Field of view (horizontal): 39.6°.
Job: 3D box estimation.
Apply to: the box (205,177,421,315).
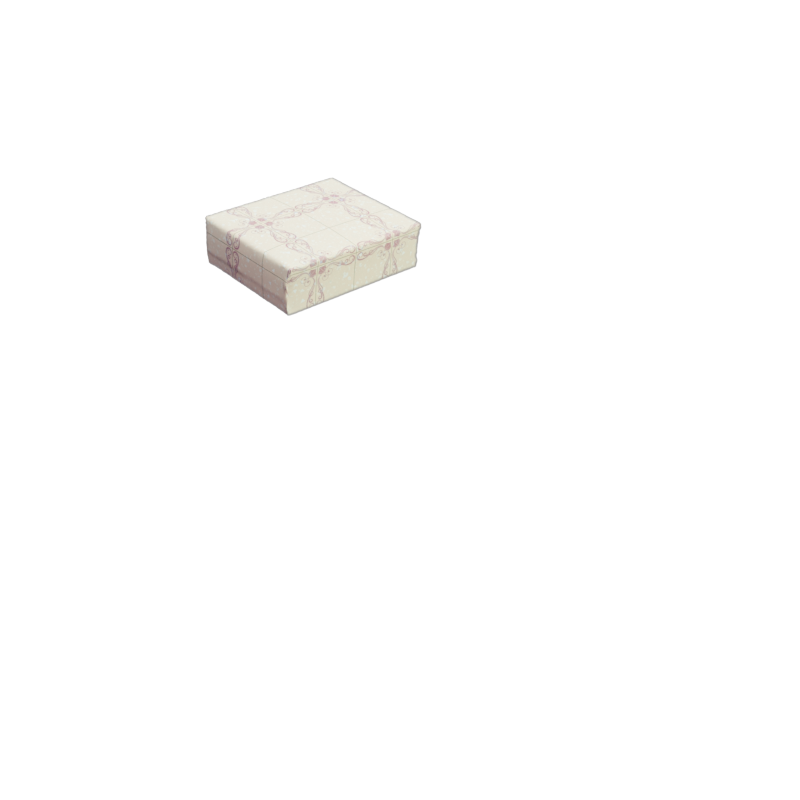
[{"bbox_3d":[-0.057,-0.104,0.726,0.113,0.036,0.096,-26,42,-34],"label":"box"}]
